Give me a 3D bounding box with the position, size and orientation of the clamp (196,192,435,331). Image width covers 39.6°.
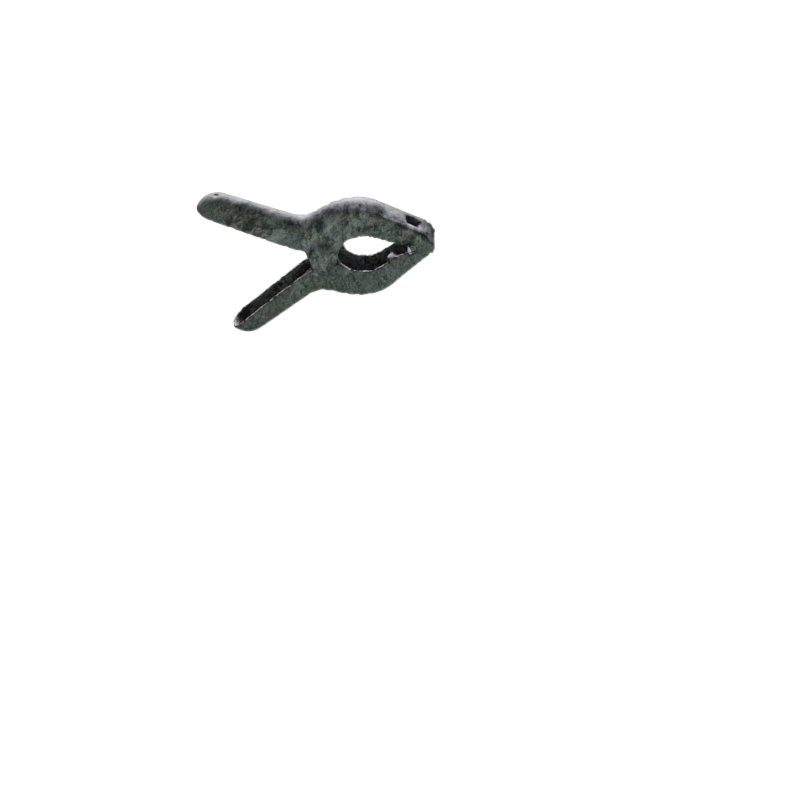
[{"bbox_3d":[-0.064,-0.116,0.813,0.173,0.111,0.042,-15,40,13],"label":"clamp"}]
